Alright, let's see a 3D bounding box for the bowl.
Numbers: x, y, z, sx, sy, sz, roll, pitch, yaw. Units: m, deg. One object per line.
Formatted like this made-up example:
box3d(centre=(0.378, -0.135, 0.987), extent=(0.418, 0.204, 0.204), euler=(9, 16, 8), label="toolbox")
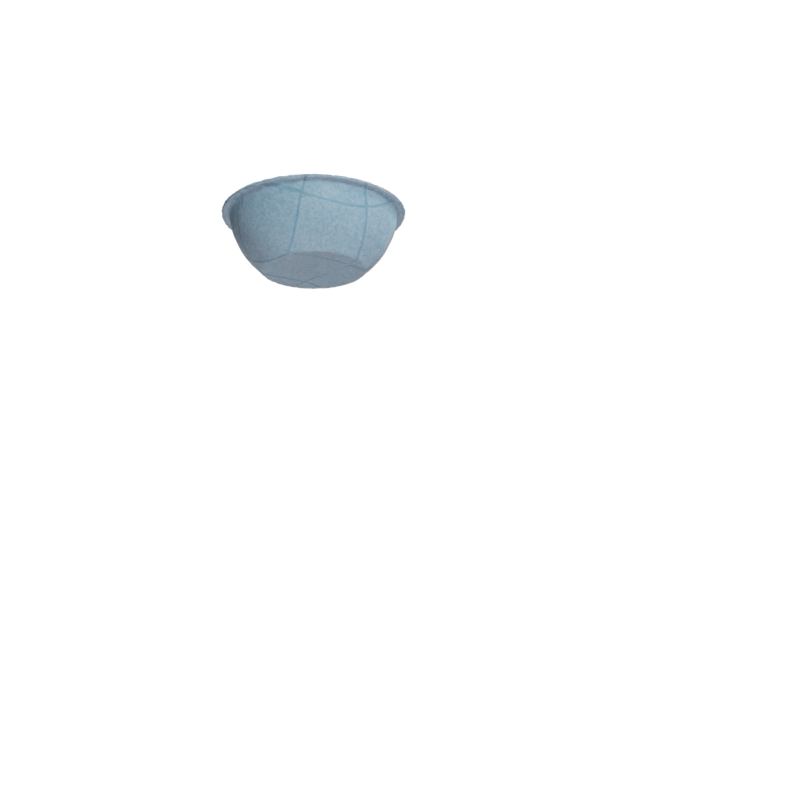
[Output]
box3d(centre=(-0.075, -0.138, 0.964), extent=(0.162, 0.058, 0.155), euler=(0, -16, -2), label="bowl")
